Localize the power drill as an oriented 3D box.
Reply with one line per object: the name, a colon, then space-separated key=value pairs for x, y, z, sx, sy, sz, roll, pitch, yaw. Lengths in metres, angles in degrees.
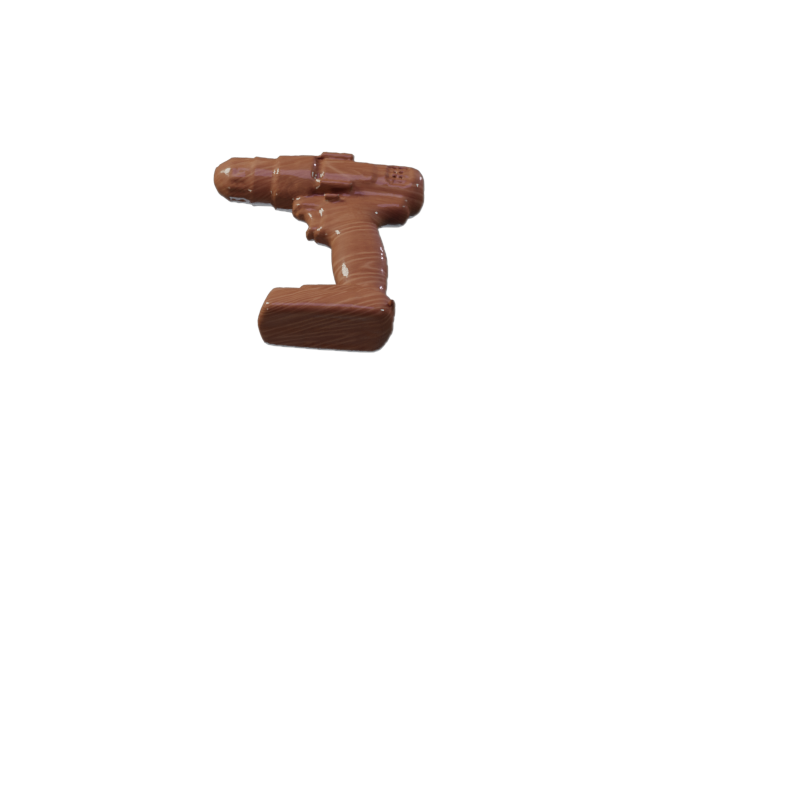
power drill: x=-0.072 y=-0.131 z=0.921 sx=0.185 sy=0.201 sz=0.053 roll=2 pitch=-38 yaw=1
